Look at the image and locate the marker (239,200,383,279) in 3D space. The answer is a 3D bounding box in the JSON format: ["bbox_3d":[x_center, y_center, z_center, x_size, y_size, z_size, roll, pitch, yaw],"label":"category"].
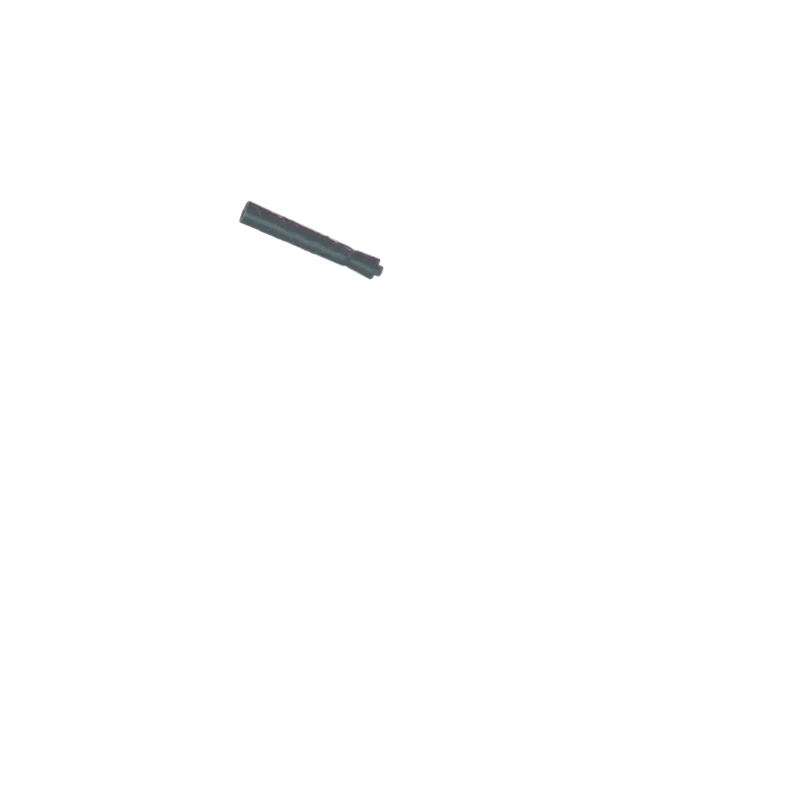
[{"bbox_3d":[-0.069,-0.125,0.875,0.118,0.020,0.020,23,-2,-11],"label":"marker"}]
